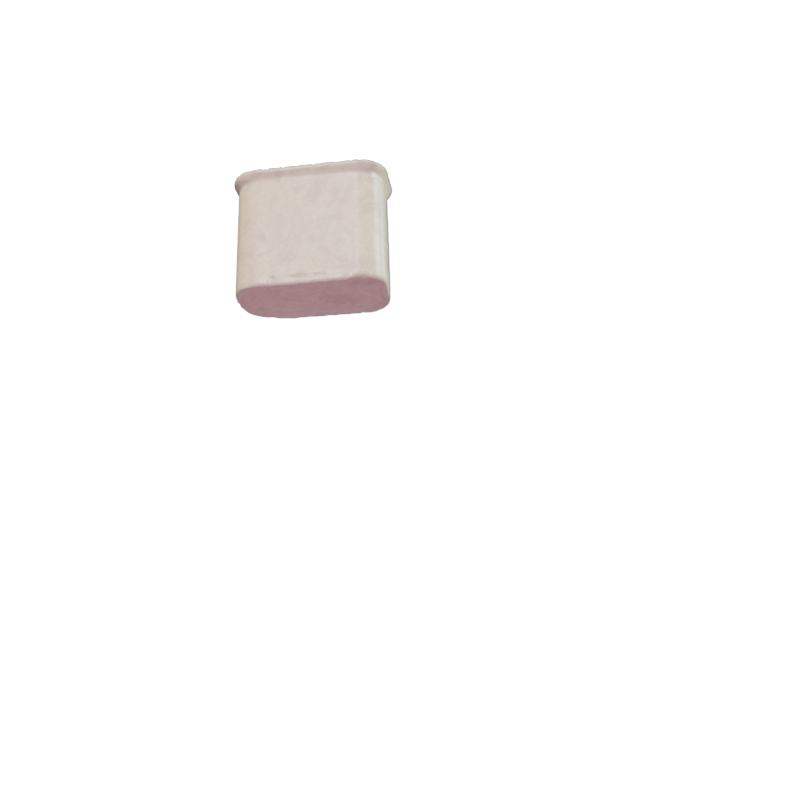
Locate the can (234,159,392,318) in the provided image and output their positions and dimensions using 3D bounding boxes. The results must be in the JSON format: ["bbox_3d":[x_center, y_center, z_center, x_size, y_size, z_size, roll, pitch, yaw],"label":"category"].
[{"bbox_3d":[-0.056,-0.102,0.715,0.103,0.089,0.054,-5,-26,8],"label":"can"}]
